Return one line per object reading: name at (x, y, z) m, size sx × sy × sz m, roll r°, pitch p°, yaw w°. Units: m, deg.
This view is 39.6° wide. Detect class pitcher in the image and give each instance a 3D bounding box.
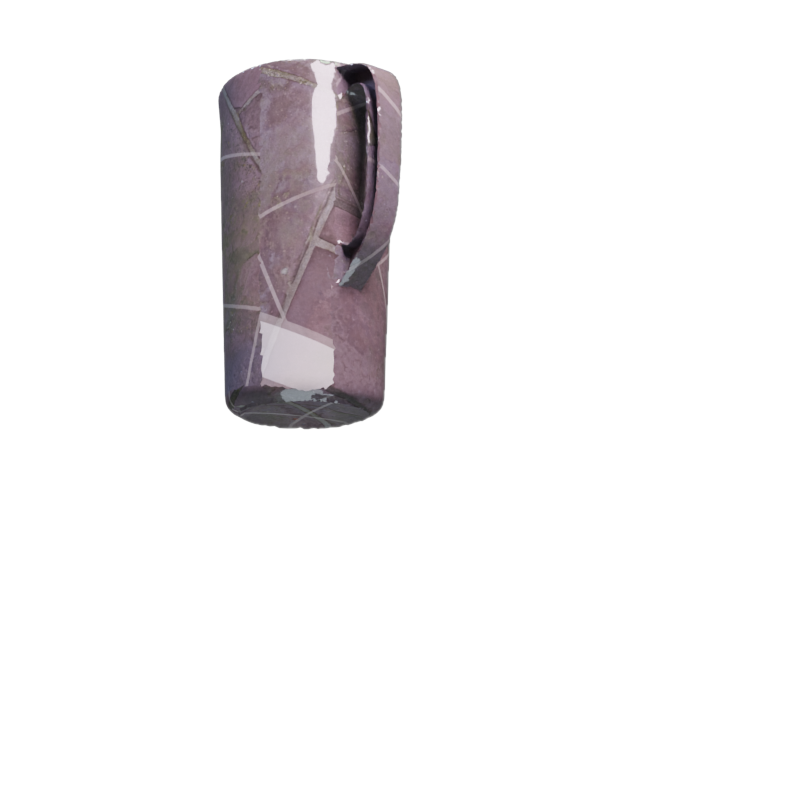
pitcher at (-0.061, -0.111, 0.778) m, size 0.146 × 0.254 × 0.141 m, roll -4°, pitch -19°, yaw 9°
